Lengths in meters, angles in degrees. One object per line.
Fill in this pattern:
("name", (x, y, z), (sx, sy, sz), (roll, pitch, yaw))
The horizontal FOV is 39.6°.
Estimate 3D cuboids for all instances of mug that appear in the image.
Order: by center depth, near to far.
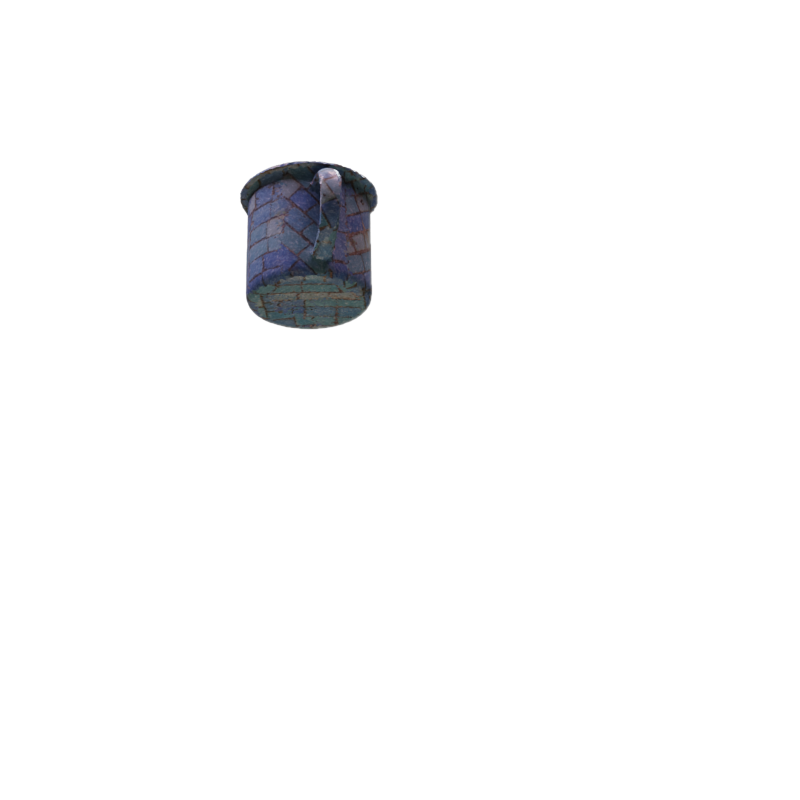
("mug", (-0.056, -0.103, 0.720), (0.091, 0.086, 0.113), (7, -26, -16))
